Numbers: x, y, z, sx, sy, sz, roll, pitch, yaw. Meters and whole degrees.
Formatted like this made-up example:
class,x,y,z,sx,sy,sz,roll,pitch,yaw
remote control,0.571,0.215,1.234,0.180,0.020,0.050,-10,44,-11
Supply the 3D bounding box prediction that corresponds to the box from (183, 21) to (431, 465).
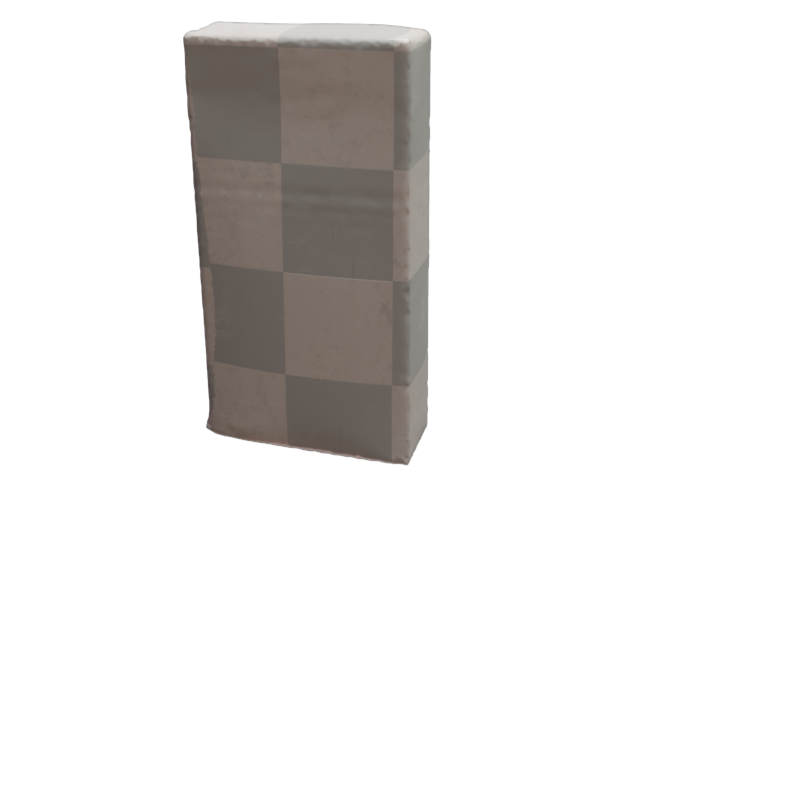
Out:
class,x,y,z,sx,sy,sz,roll,pitch,yaw
box,-0.036,-0.066,0.458,0.096,0.169,0.049,7,19,16
